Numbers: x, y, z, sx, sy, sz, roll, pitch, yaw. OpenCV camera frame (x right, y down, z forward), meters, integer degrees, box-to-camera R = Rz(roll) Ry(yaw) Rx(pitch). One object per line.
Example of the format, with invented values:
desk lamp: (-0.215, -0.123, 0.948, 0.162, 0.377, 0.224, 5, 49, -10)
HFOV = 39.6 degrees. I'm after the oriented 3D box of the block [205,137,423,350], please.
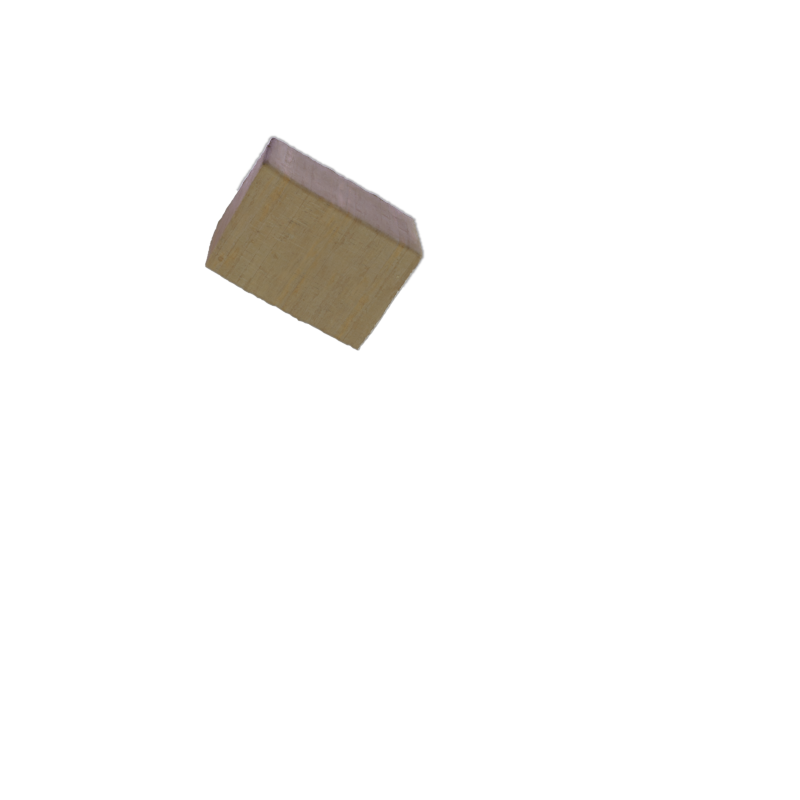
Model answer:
block: (-0.037, -0.068, 0.477, 0.076, 0.052, 0.054, 29, 20, -13)
